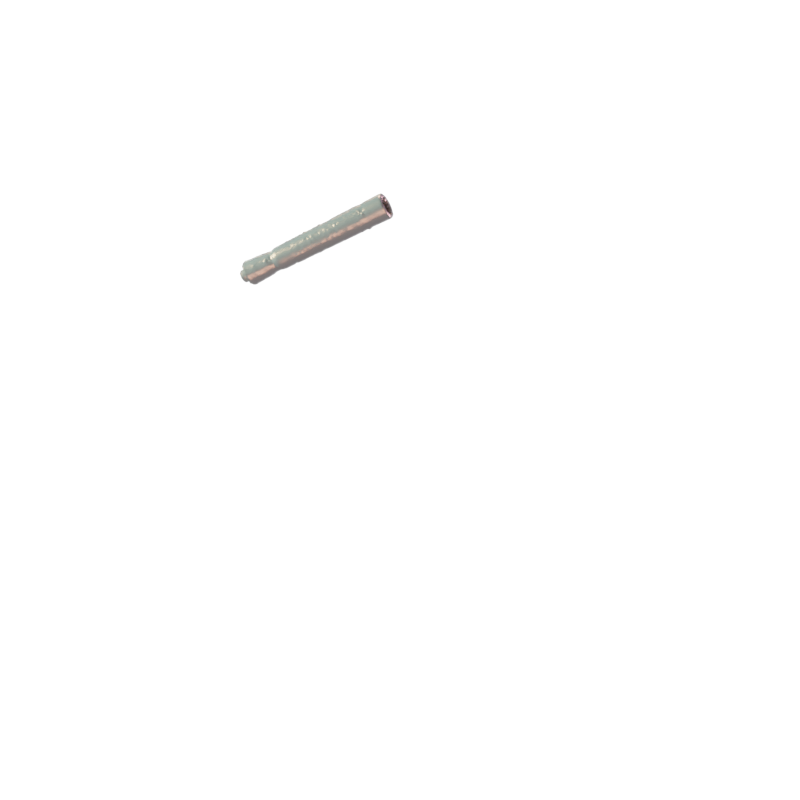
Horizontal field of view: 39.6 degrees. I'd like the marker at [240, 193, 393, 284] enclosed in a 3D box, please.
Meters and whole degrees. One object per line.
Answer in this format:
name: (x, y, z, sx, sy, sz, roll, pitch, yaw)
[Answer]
marker: (-0.062, -0.113, 0.789, 0.121, 0.020, 0.019, -23, -4, 19)
